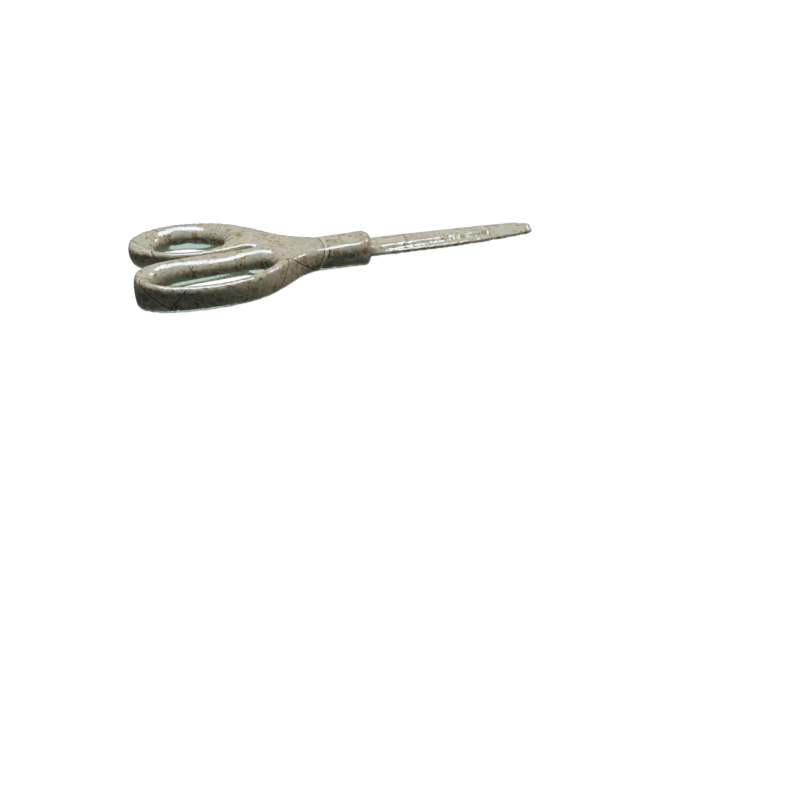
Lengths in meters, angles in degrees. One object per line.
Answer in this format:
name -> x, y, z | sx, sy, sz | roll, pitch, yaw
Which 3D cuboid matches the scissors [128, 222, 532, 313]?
scissors -> -0.042, -0.076, 0.535 | 0.198, 0.015, 0.103 | -18, 31, -33
